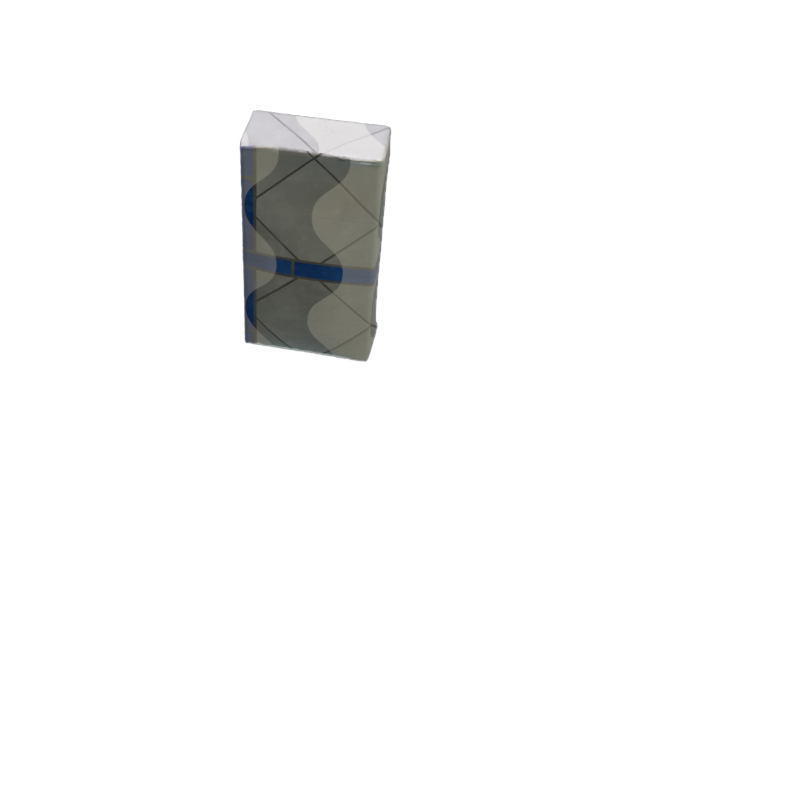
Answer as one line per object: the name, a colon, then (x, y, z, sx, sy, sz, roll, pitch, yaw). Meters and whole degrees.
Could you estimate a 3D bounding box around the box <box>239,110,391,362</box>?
box: (-0.059, -0.106, 0.747, 0.094, 0.164, 0.051, 9, 46, 6)
